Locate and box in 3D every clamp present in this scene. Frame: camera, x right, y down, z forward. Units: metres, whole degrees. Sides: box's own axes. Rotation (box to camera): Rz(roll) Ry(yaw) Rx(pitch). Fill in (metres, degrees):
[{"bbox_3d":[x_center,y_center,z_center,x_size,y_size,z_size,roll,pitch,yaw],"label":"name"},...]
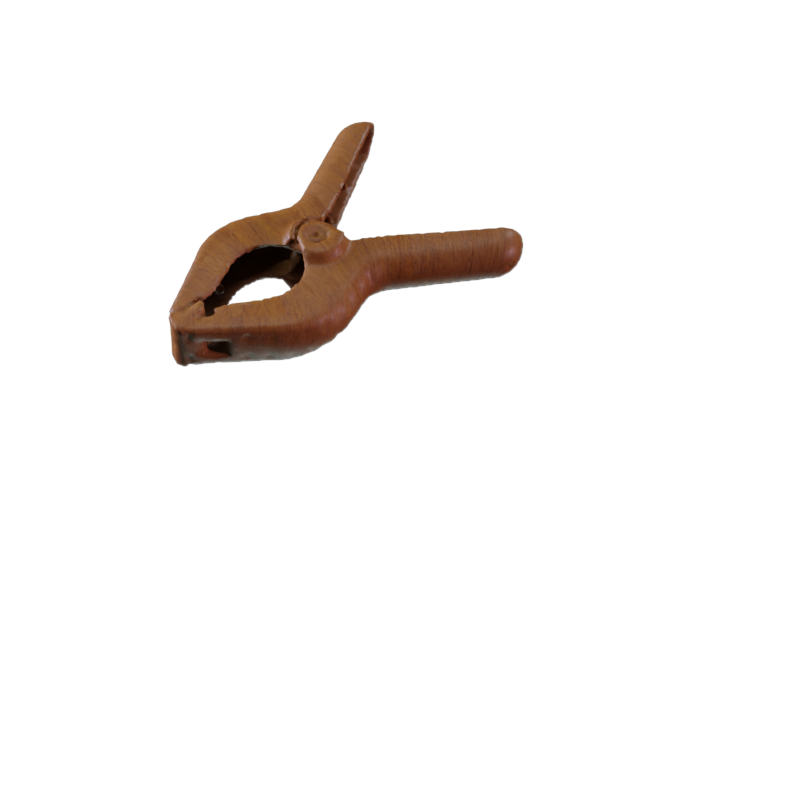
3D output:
[{"bbox_3d":[-0.041,-0.076,0.529,0.170,0.036,0.130,-24,49,-23],"label":"clamp"}]
